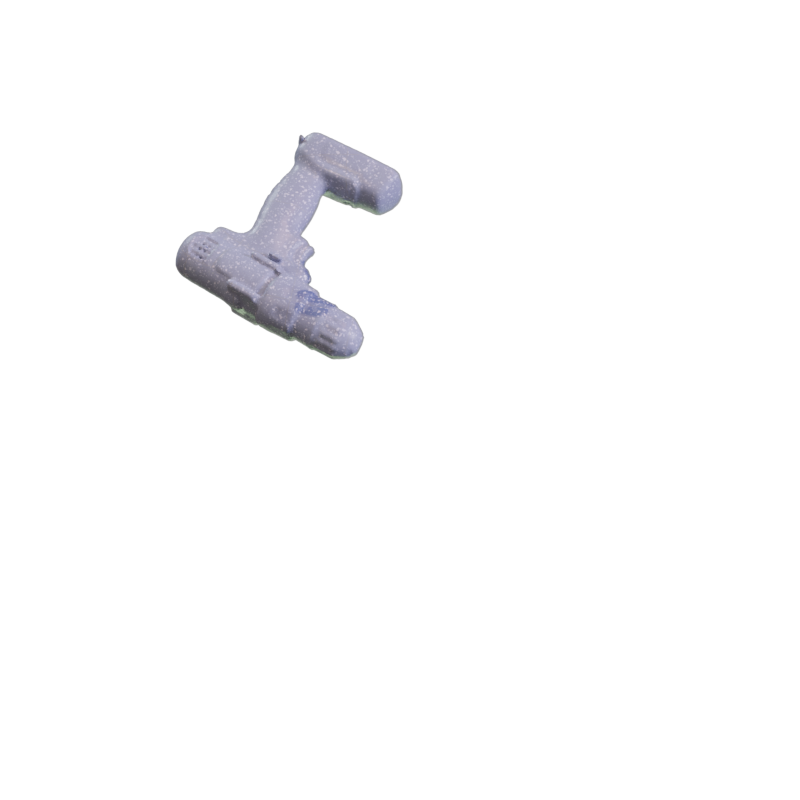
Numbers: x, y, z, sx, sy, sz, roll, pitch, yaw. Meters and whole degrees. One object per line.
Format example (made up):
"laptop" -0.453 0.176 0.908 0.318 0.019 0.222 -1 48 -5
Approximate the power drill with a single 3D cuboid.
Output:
"power drill" -0.076 -0.139 0.976 0.192 0.193 0.054 29 -29 17
